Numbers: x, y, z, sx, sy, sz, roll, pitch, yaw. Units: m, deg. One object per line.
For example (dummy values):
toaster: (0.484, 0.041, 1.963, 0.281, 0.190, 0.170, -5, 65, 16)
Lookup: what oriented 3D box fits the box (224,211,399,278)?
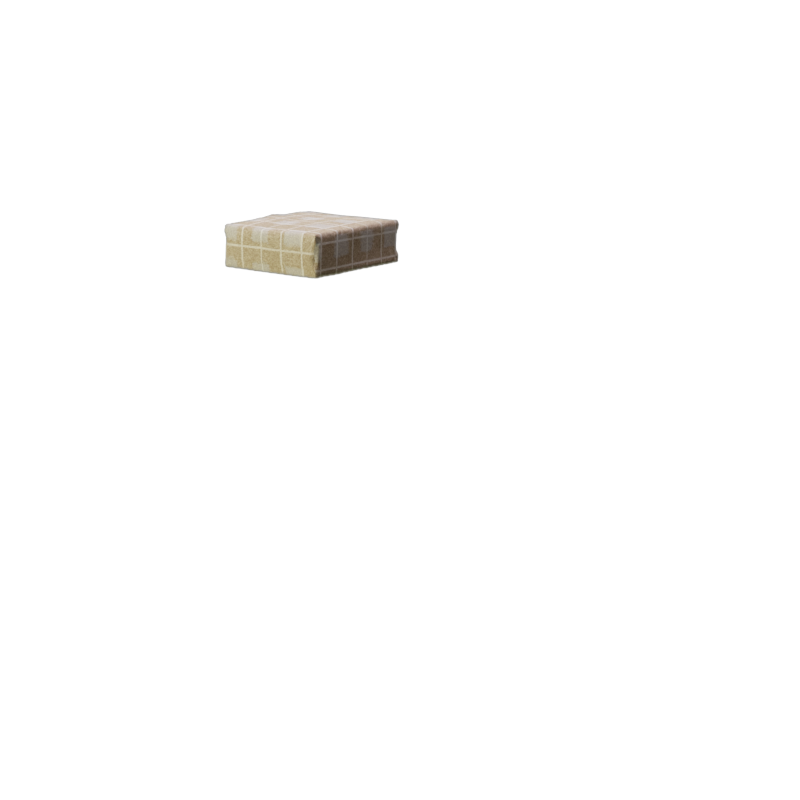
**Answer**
box: (-0.054, -0.100, 0.697, 0.077, 0.029, 0.088, 11, 19, 35)
